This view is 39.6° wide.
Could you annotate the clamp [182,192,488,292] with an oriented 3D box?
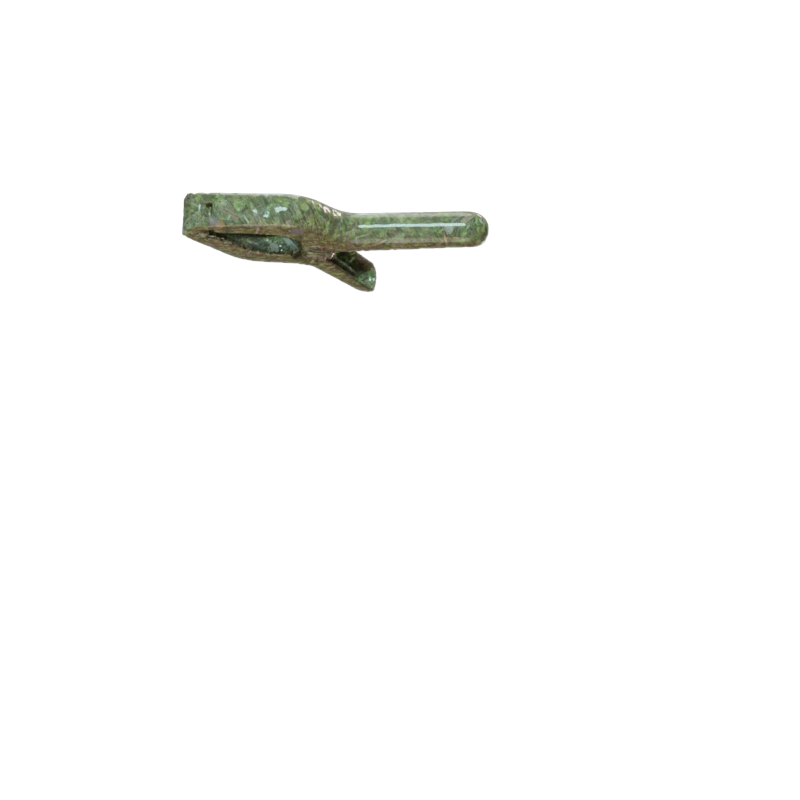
[{"bbox_3d":[-0.064,-0.117,0.820,0.203,0.038,0.164,5,-12,-23],"label":"clamp"}]
